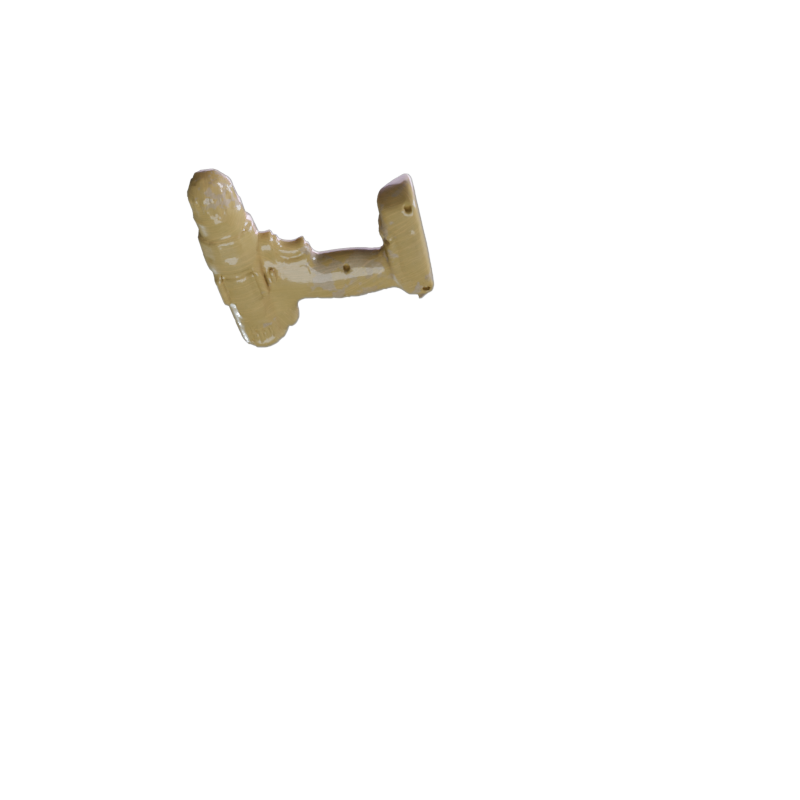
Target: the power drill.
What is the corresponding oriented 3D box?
[{"bbox_3d":[-0.074,-0.135,0.943,0.189,0.170,0.062,-10,41,9],"label":"power drill"}]
